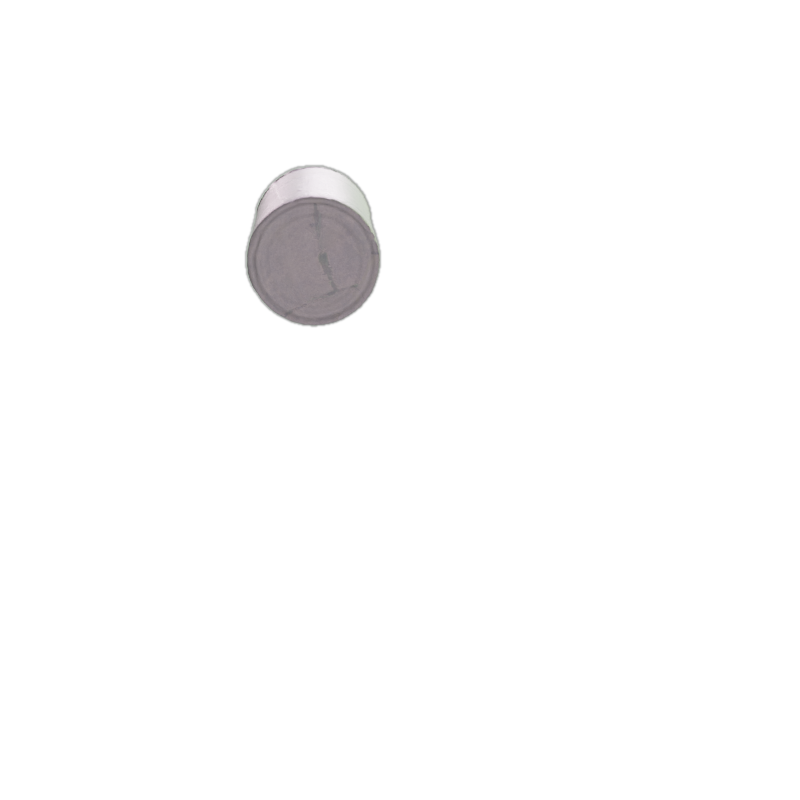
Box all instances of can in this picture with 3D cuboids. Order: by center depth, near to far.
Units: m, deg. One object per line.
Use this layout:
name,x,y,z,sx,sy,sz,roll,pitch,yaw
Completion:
can,-0.046,-0.085,0.593,0.068,0.066,0.106,0,17,-3
